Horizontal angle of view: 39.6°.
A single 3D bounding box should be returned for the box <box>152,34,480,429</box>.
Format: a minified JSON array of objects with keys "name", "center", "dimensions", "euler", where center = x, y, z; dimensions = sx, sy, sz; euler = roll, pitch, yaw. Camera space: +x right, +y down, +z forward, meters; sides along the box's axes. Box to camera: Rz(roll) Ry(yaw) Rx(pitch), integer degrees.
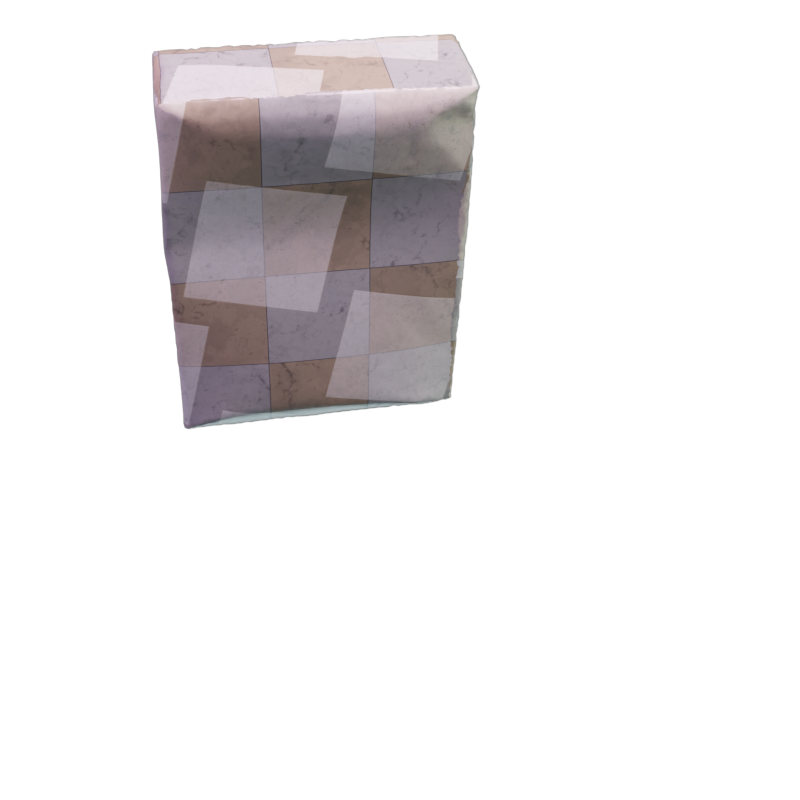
[{"name":"box","center":[-0.048,-0.088,0.618],"dimensions":[0.163,0.200,0.077],"euler":[-4,39,-8]}]
